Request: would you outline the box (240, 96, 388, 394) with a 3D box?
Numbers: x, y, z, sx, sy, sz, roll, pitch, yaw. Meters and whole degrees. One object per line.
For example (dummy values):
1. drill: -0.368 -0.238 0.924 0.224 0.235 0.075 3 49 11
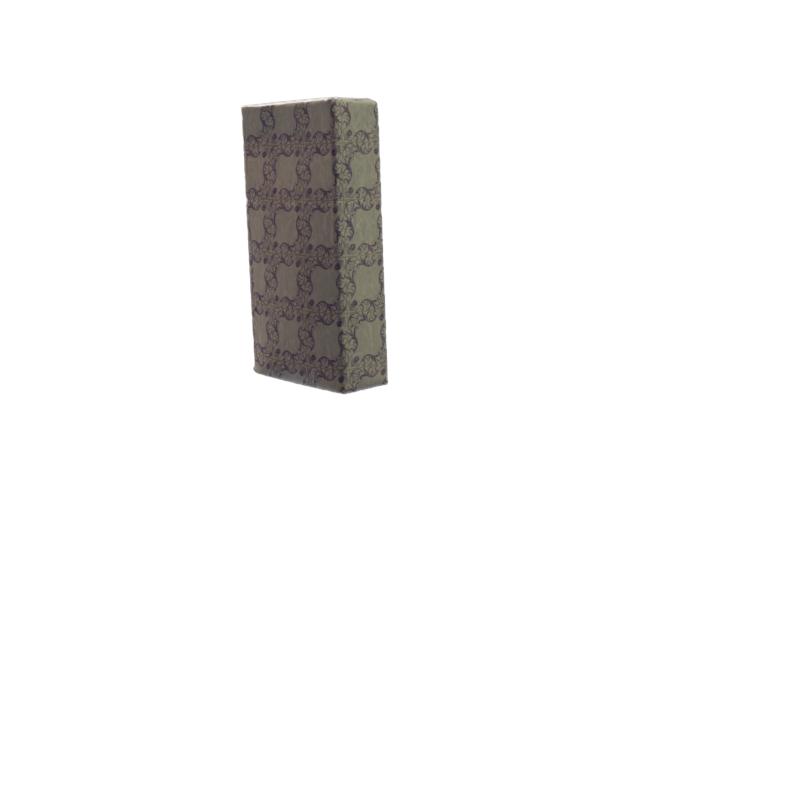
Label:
1. box: -0.054 -0.099 0.694 0.046 0.174 0.098 -4 7 -42
